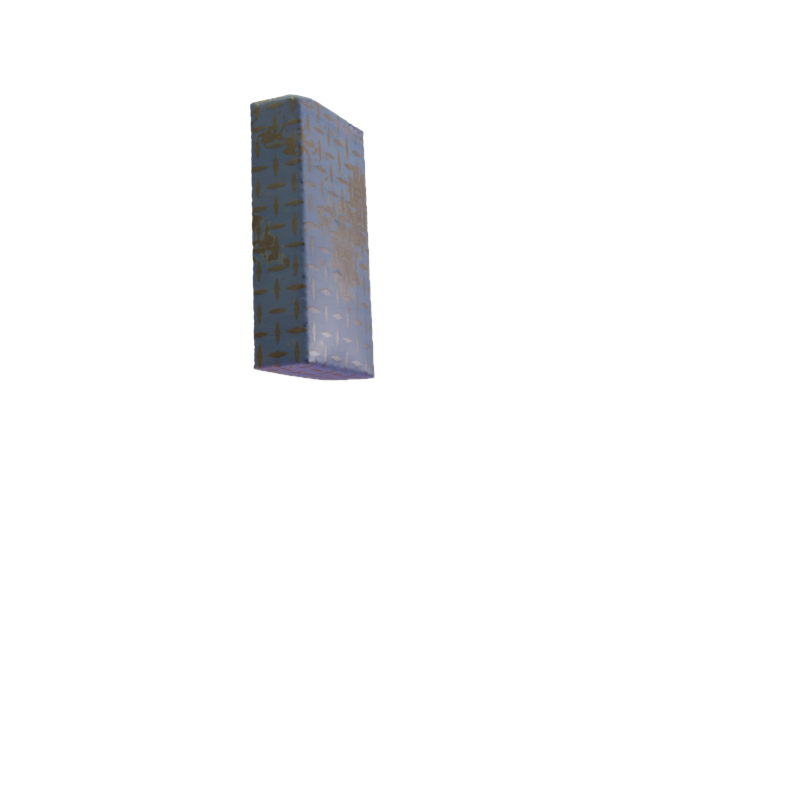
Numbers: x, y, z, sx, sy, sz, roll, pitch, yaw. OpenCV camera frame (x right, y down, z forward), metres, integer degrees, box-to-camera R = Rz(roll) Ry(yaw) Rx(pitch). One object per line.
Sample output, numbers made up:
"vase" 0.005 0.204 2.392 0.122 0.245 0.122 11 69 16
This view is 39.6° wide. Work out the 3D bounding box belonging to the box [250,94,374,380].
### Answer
"box" -0.057 -0.104 0.729 0.049 0.181 0.088 -7 -13 27
